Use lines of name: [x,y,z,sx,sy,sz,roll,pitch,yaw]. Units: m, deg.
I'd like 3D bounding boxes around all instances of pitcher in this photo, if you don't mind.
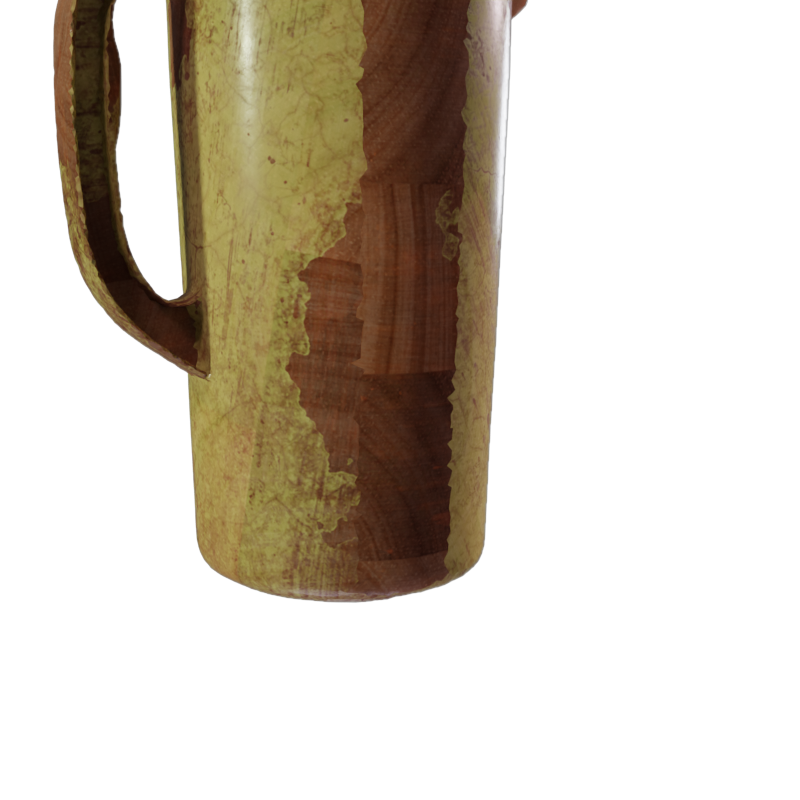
pitcher: [-0.032,-0.059,0.411,0.152,0.242,0.143,1,3,14]
